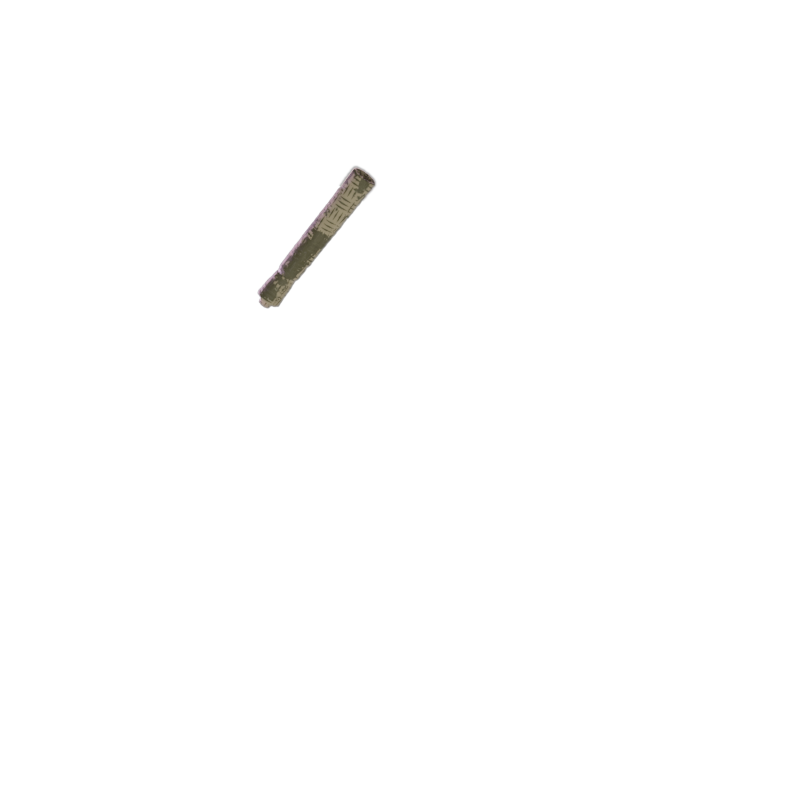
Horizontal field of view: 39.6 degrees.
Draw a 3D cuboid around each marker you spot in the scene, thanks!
[{"bbox_3d":[-0.060,-0.110,0.771,0.019,0.119,0.021,34,21,-19],"label":"marker"}]
